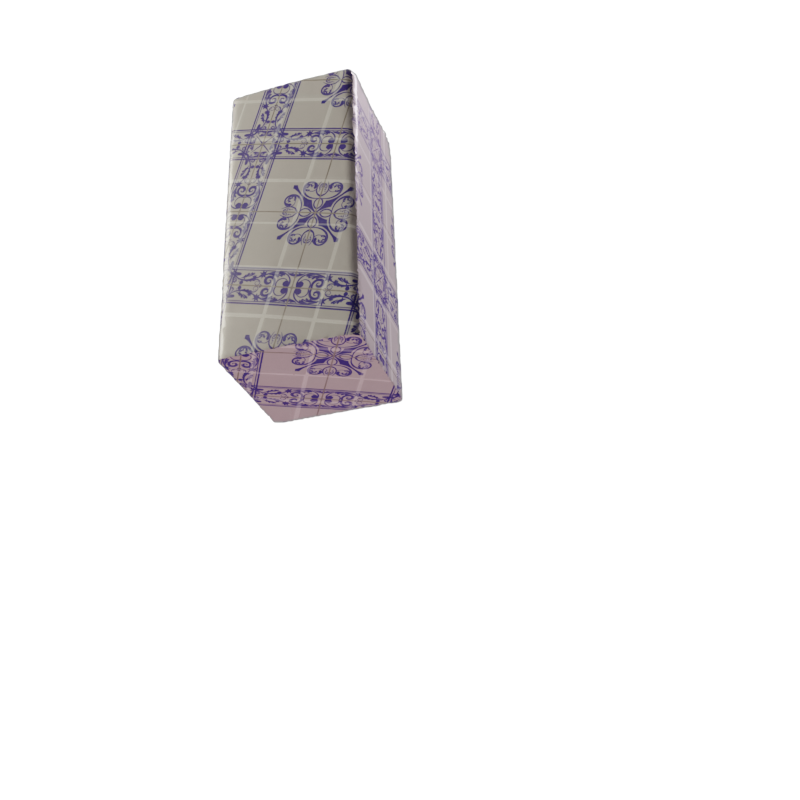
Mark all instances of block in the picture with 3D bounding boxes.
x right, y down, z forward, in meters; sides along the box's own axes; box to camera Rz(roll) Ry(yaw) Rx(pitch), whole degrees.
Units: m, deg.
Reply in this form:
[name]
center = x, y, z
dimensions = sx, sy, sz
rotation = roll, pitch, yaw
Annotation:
[block]
center = -0.056, -0.104, 0.725
dimensions = 0.091, 0.220, 0.084
rotation = -12, -34, 15
